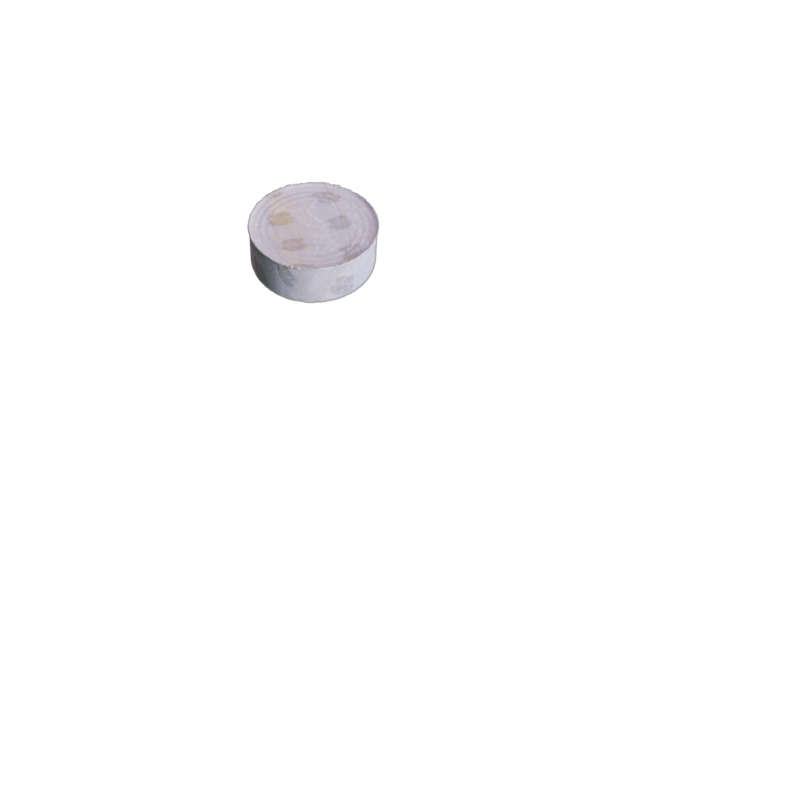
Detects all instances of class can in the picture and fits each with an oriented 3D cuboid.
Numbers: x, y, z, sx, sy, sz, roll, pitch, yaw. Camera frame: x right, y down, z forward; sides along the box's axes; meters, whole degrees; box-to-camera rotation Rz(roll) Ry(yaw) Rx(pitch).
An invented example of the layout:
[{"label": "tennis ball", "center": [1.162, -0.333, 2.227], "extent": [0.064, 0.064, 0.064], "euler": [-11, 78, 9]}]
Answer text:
[{"label": "can", "center": [-0.057, -0.105, 0.733], "extent": [0.086, 0.092, 0.031], "euler": [-1, -43, -1]}]
